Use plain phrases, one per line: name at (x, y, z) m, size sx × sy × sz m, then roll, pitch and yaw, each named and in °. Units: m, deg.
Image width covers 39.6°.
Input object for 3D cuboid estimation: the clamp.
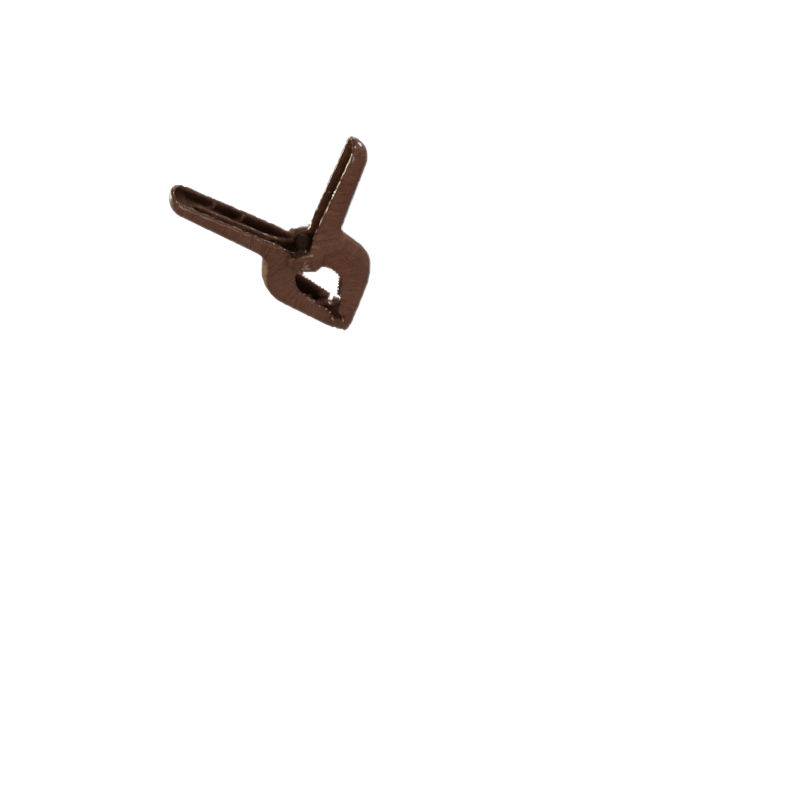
clamp at (-0.073, -0.133, 0.930) m, size 0.166 × 0.039 × 0.194 m, roll -16°, pitch -41°, yaw 19°
